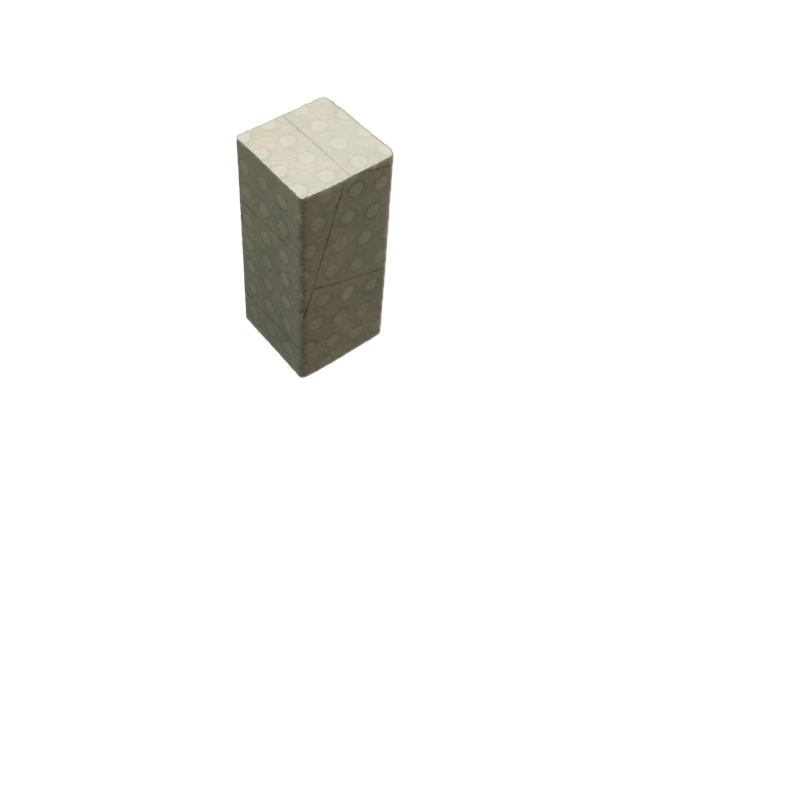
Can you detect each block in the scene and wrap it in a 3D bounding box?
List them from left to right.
[{"bbox_3d":[-0.070,-0.130,0.909,0.090,0.192,0.097,-29,56,-26],"label":"block"}]
